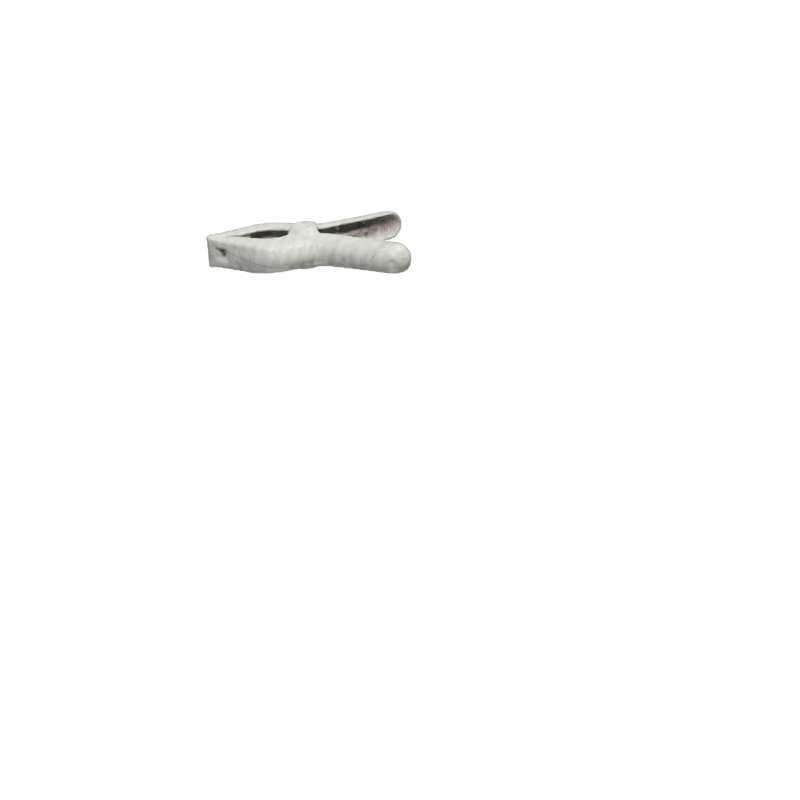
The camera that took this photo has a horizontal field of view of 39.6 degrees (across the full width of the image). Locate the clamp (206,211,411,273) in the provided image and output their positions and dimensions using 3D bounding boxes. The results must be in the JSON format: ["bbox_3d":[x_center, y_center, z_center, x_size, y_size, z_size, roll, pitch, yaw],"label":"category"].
[{"bbox_3d":[-0.073,-0.133,0.932,0.173,0.038,0.123,2,18,7],"label":"clamp"}]
